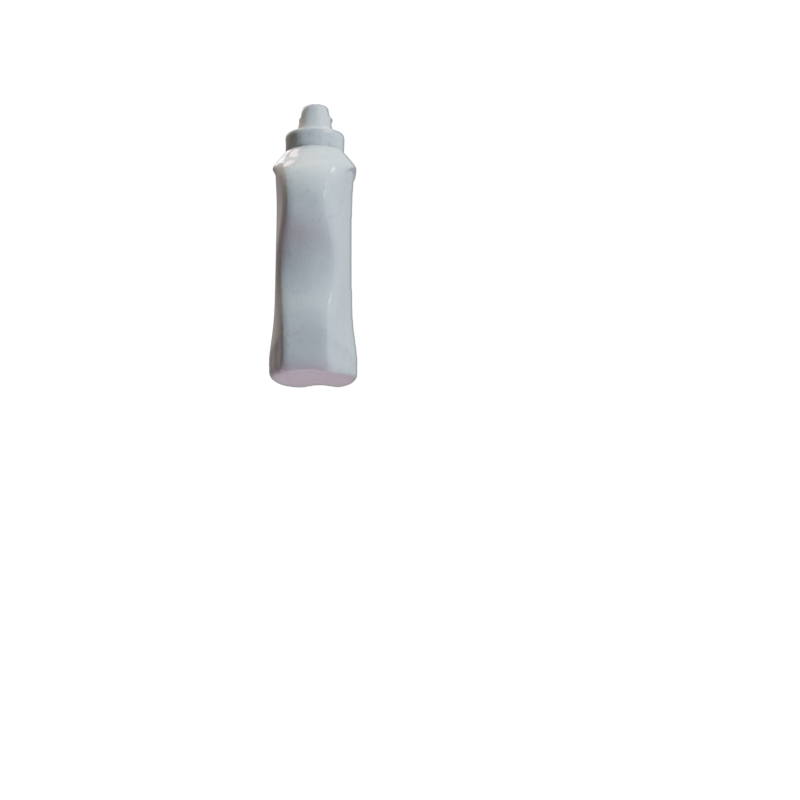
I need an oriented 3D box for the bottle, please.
[{"bbox_3d":[-0.058,-0.108,0.753,0.059,0.197,0.093,-2,-11,5],"label":"bottle"}]
